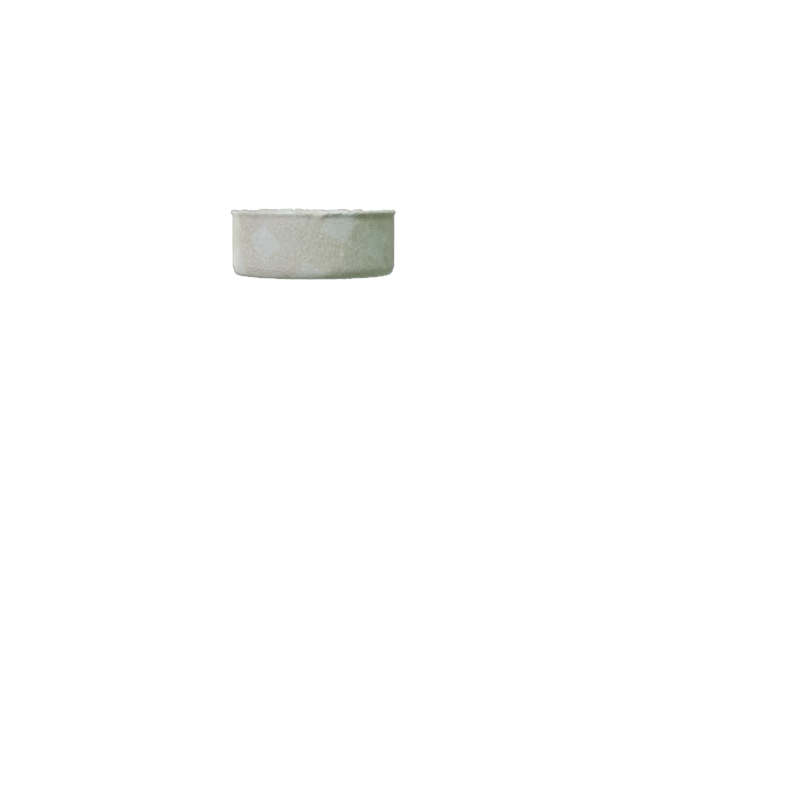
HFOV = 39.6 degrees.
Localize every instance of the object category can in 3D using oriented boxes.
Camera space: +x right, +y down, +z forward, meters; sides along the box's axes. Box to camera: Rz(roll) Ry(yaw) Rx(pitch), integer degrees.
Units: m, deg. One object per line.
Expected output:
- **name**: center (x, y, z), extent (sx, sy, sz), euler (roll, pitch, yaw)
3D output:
- **can**: center (-0.045, -0.083, 0.578), extent (0.086, 0.033, 0.087), euler (0, 10, -2)
